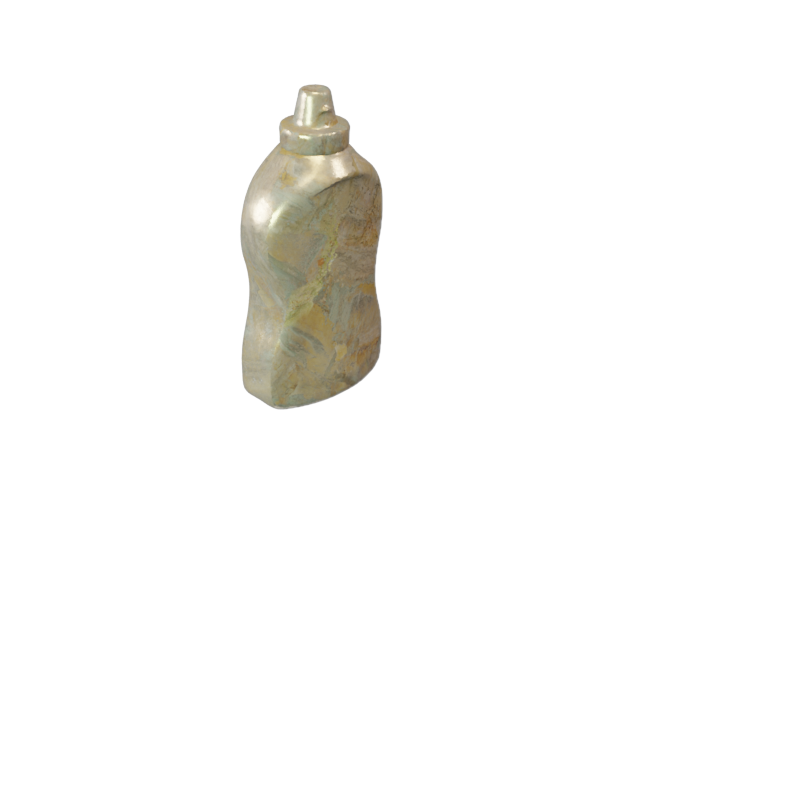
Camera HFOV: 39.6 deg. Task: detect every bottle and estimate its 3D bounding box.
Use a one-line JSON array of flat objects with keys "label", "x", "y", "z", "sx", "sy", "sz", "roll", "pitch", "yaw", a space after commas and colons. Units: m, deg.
[{"label": "bottle", "x": -0.052, "y": -0.095, "z": 0.667, "sx": 0.095, "sy": 0.181, "sz": 0.062, "roll": -22, "pitch": 35, "yaw": -38}]
